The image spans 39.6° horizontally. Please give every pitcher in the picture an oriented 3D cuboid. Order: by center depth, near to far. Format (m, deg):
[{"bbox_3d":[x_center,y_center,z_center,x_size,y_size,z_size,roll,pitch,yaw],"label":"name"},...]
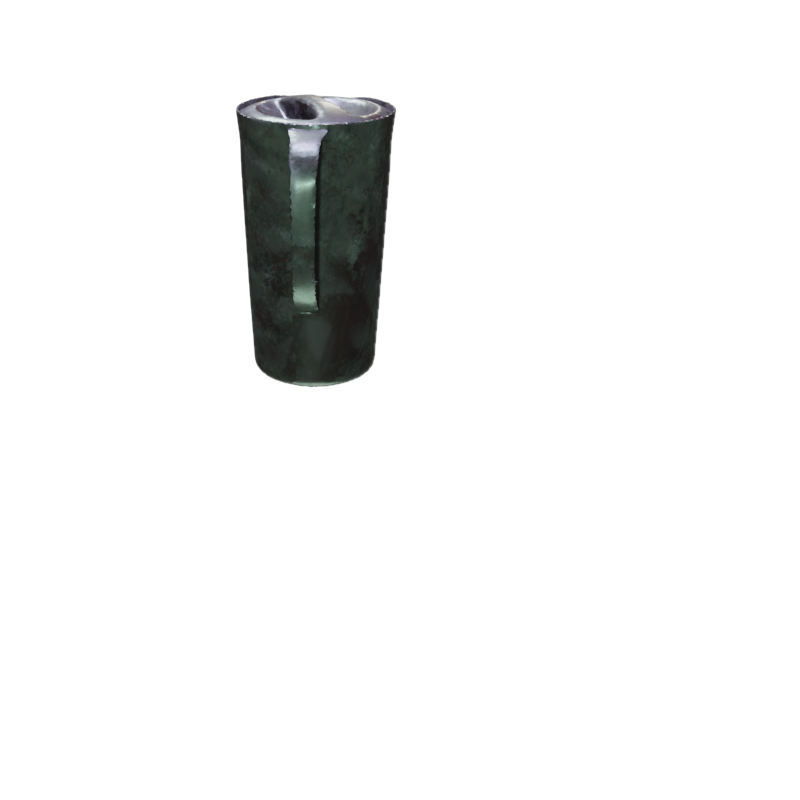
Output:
[{"bbox_3d":[-0.074,-0.136,0.950,0.146,0.233,0.154,-17,27,-40],"label":"pitcher"}]
